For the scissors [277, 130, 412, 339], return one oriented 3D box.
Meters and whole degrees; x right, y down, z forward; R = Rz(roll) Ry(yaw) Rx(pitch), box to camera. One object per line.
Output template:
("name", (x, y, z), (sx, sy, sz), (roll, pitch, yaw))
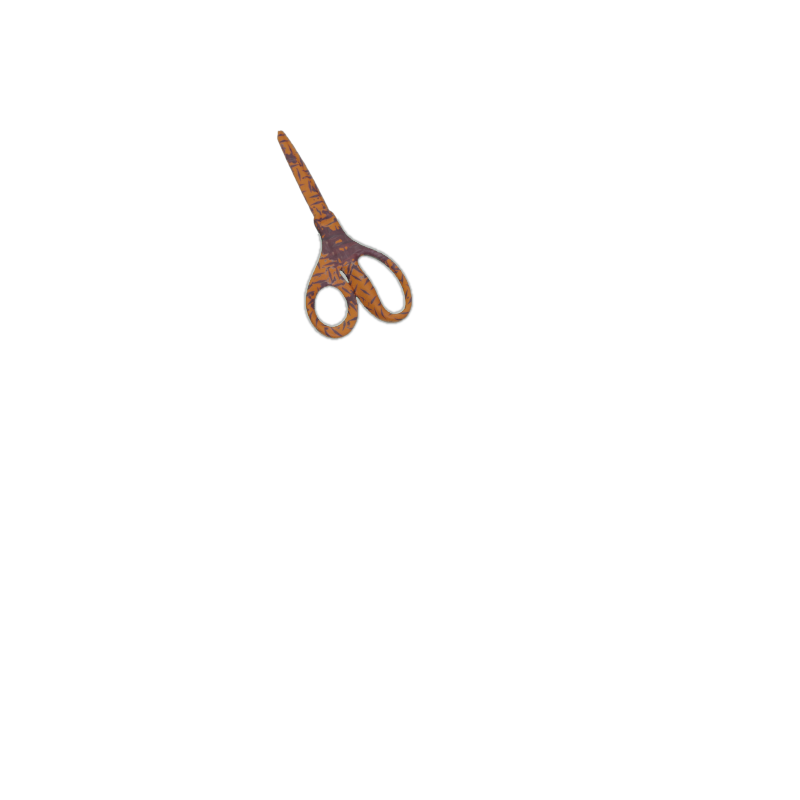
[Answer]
("scissors", (-0.073, -0.134, 0.937), (0.097, 0.211, 0.015), (-38, -17, -14))
